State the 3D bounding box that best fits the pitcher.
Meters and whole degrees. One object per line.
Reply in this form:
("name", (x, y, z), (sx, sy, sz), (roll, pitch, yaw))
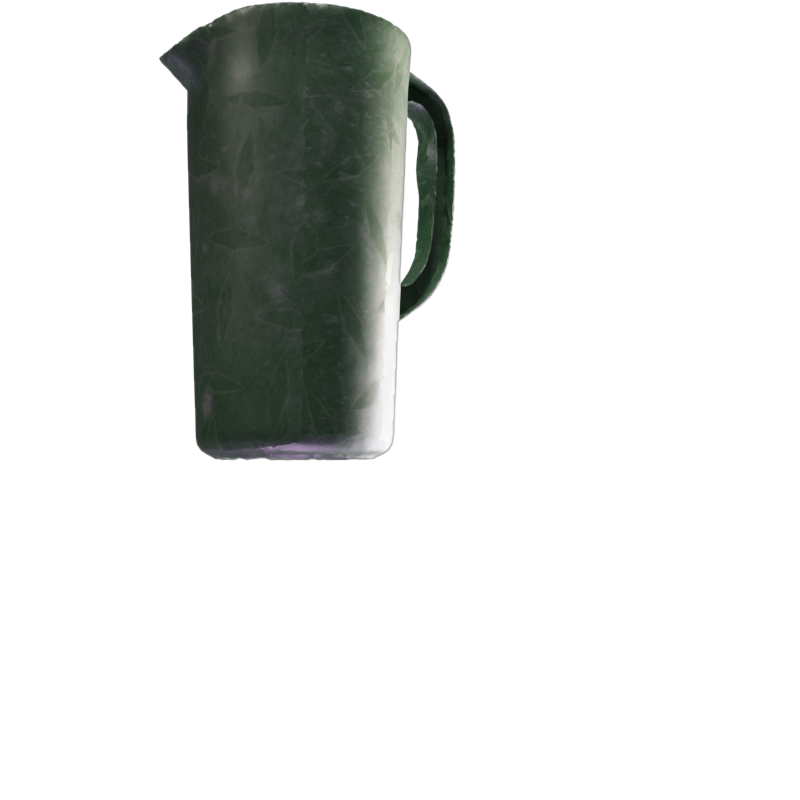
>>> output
("pitcher", (-0.049, -0.090, 0.630), (0.151, 0.250, 0.139), (-3, -10, 12))
